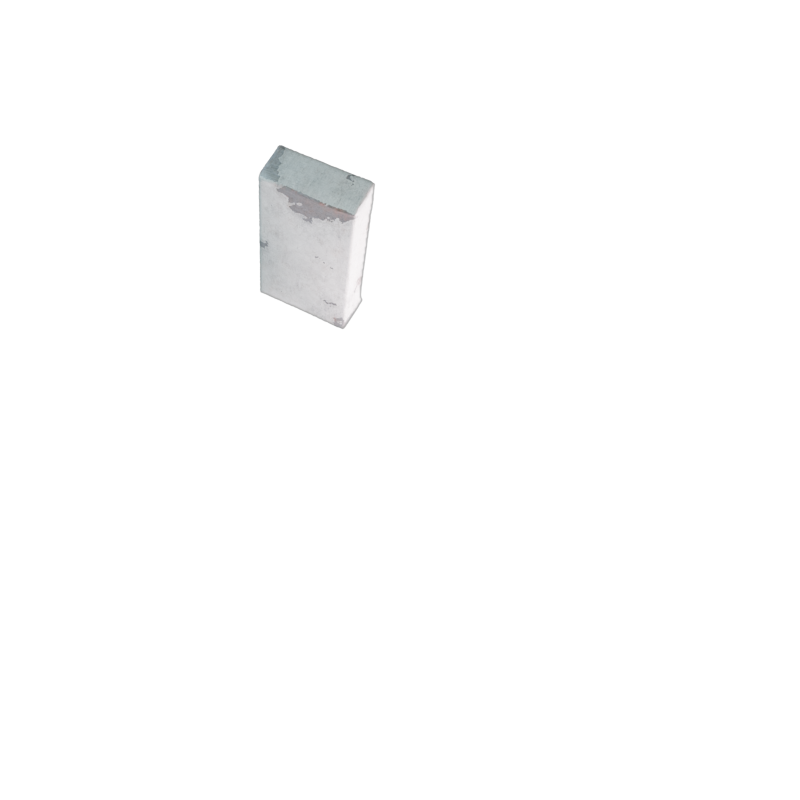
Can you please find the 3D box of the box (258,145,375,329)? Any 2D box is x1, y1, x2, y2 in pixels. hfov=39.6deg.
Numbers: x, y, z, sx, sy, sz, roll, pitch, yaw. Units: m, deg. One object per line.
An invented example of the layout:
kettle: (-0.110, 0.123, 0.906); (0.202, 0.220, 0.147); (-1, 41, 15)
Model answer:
box: (-0.077, -0.140, 0.981); (0.096, 0.050, 0.166); (25, -27, 10)
